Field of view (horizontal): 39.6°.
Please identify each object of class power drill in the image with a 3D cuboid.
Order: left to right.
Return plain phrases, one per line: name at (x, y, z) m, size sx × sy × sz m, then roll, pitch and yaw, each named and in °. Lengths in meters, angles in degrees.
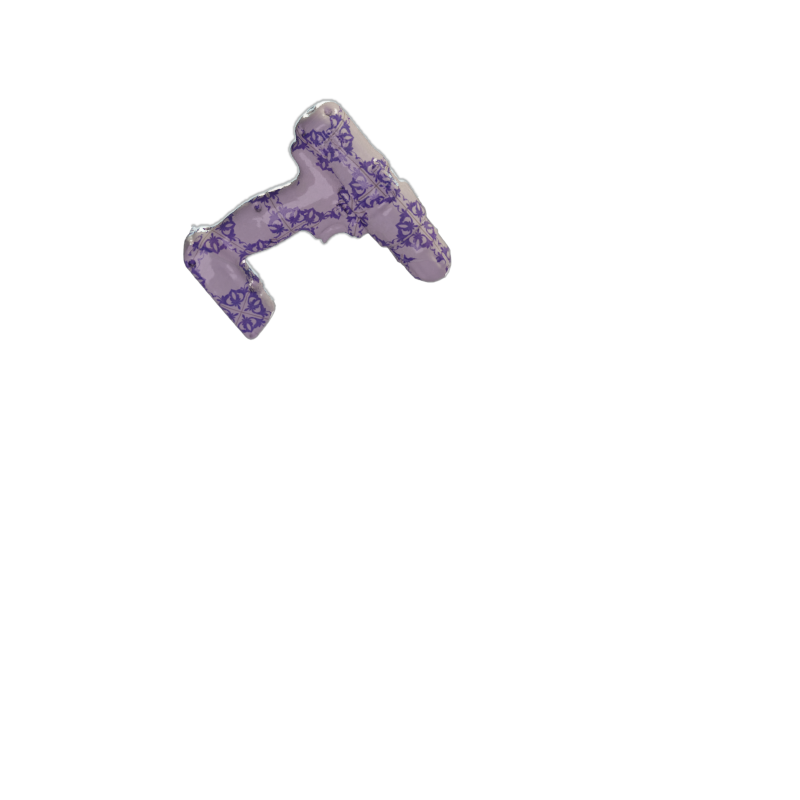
power drill at (-0.073, -0.133, 0.933) m, size 0.187 × 0.177 × 0.060 m, roll -35°, pitch 17°, yaw 12°
